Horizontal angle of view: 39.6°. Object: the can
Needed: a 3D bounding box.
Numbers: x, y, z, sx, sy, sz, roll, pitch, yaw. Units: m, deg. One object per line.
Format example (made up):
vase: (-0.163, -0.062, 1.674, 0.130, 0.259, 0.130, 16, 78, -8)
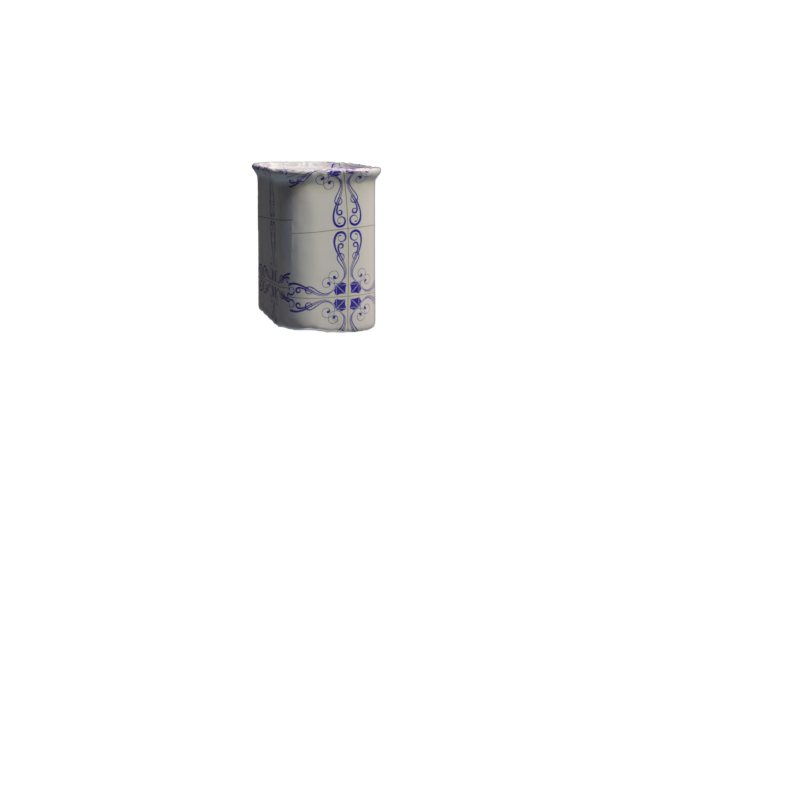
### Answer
can: (-0.047, -0.086, 0.601, 0.056, 0.082, 0.106, -2, 11, -15)
